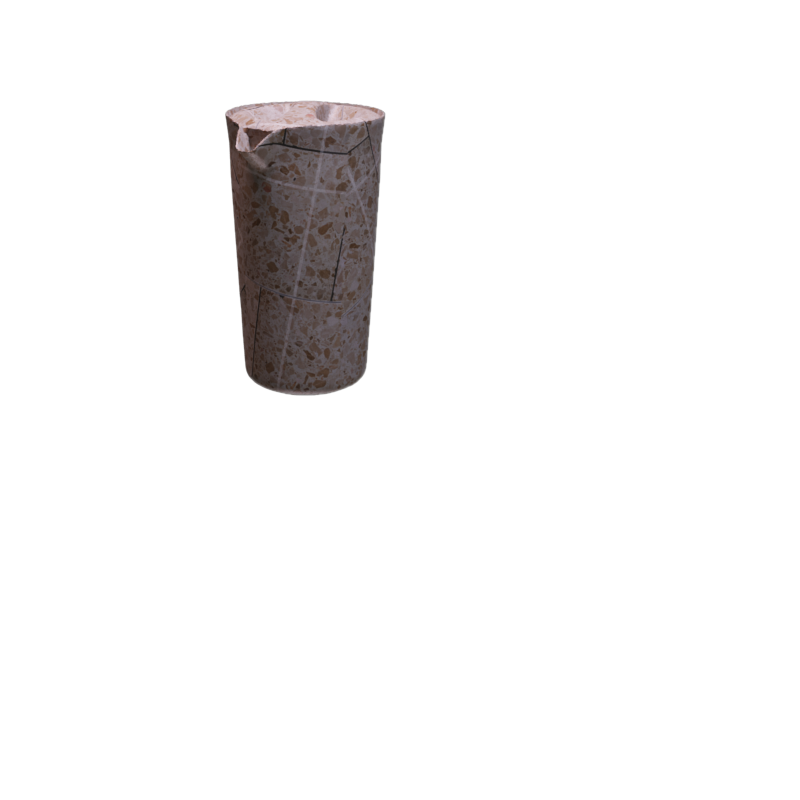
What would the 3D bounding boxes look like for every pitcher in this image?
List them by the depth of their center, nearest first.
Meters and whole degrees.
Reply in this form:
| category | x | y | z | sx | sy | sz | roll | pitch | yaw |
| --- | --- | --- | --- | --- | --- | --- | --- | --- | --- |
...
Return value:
| category | x | y | z | sx | sy | sz | roll | pitch | yaw |
| --- | --- | --- | --- | --- | --- | --- | --- | --- | --- |
| pitcher | -0.075 | -0.137 | 0.961 | 0.147 | 0.234 | 0.153 | -4 | 19 | -14 |
